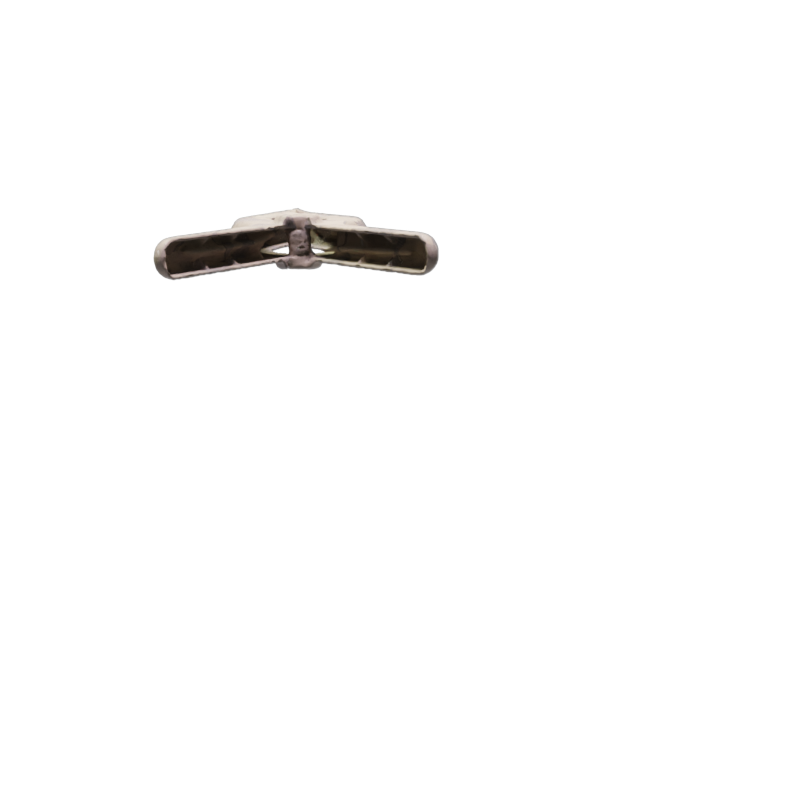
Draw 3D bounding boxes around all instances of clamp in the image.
[{"bbox_3d":[-0.057,-0.104,0.726,0.166,0.036,0.213,1,14,4],"label":"clamp"}]
